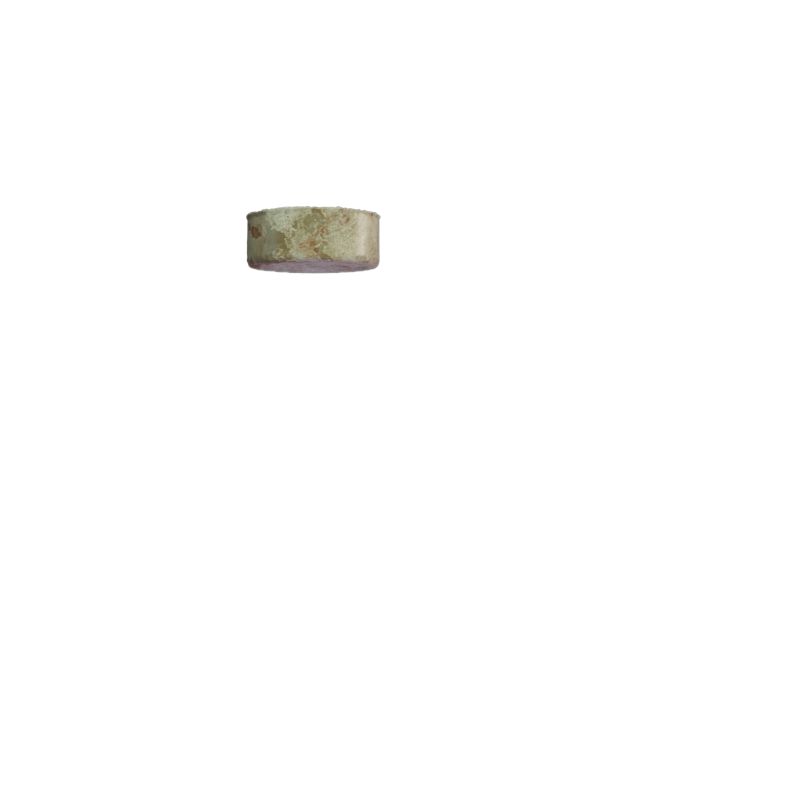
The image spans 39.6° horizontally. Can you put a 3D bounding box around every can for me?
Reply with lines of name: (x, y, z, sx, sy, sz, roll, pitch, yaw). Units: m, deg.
can: (-0.055, -0.101, 0.705, 0.086, 0.034, 0.085, 0, 0, -2)
